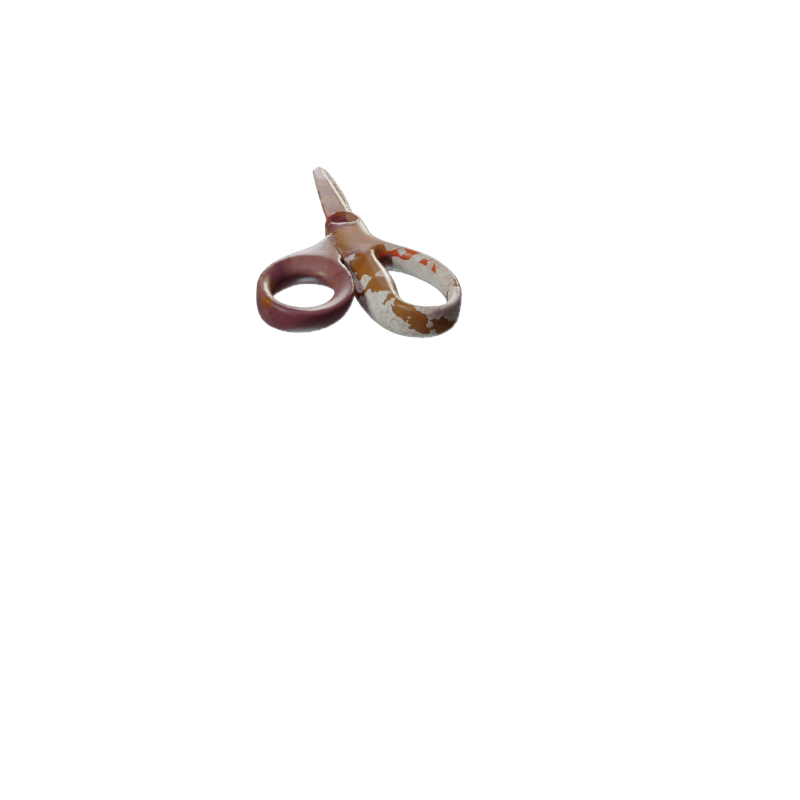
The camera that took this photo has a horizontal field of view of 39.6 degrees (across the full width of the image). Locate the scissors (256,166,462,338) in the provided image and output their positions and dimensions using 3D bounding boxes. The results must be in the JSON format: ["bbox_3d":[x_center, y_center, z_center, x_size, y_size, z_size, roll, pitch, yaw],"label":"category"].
[{"bbox_3d":[-0.042,-0.076,0.534,0.094,0.015,0.217,-12,31,-21],"label":"scissors"}]
